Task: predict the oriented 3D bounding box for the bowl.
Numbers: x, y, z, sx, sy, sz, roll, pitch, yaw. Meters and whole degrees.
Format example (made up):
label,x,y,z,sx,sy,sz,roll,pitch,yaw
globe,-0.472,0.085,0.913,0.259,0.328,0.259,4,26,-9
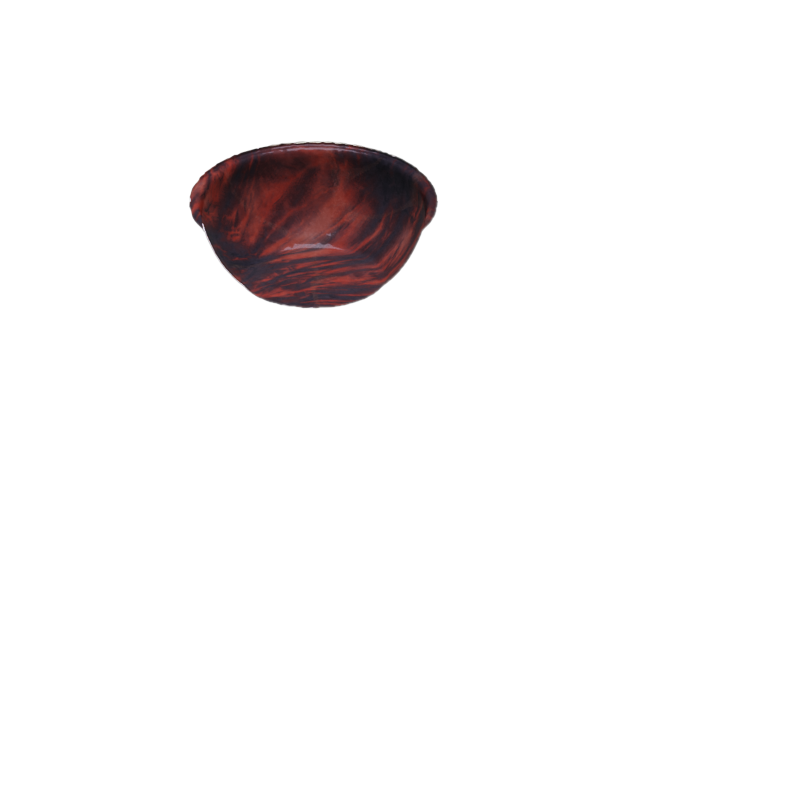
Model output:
label,x,y,z,sx,sy,sz,roll,pitch,yaw
bowl,-0.056,-0.102,0.712,0.162,0.058,0.154,1,-21,-2
